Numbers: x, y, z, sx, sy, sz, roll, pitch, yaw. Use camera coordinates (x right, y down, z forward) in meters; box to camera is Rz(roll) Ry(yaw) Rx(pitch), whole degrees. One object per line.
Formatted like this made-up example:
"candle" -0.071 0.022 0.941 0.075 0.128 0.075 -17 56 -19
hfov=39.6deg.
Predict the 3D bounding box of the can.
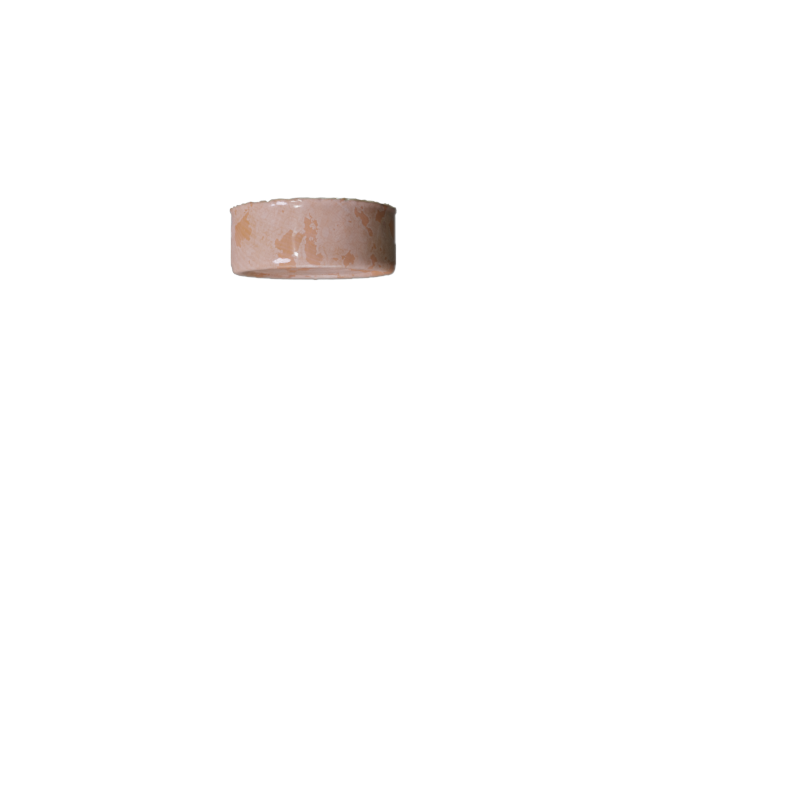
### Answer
"can" -0.044 -0.081 0.567 0.086 0.034 0.085 0 1 -2
